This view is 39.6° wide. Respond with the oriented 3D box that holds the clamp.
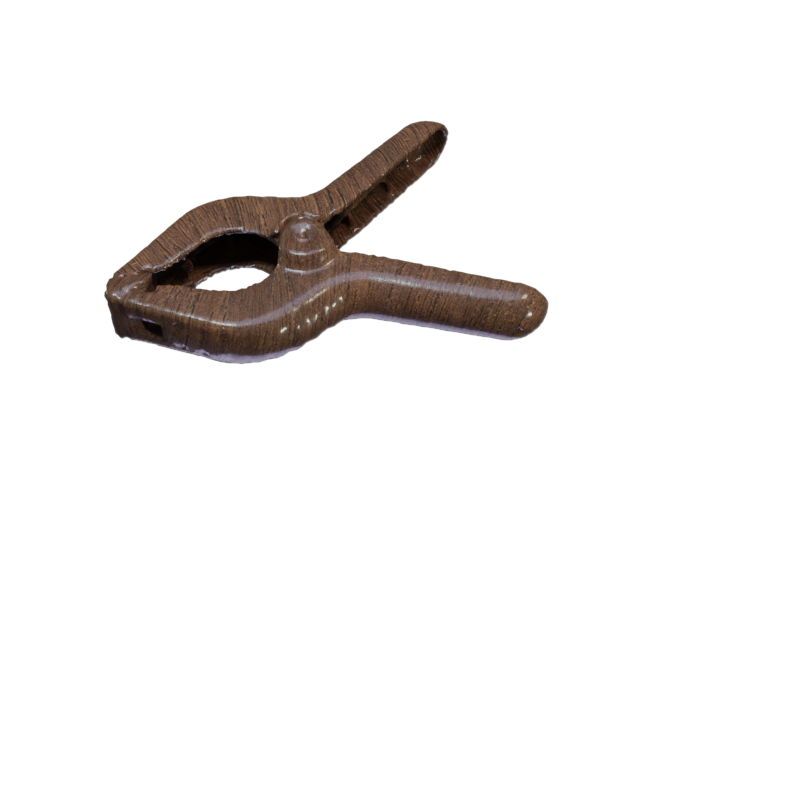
[{"bbox_3d":[-0.036,-0.066,0.463,0.170,0.130,0.036,-7,-44,-7],"label":"clamp"}]
